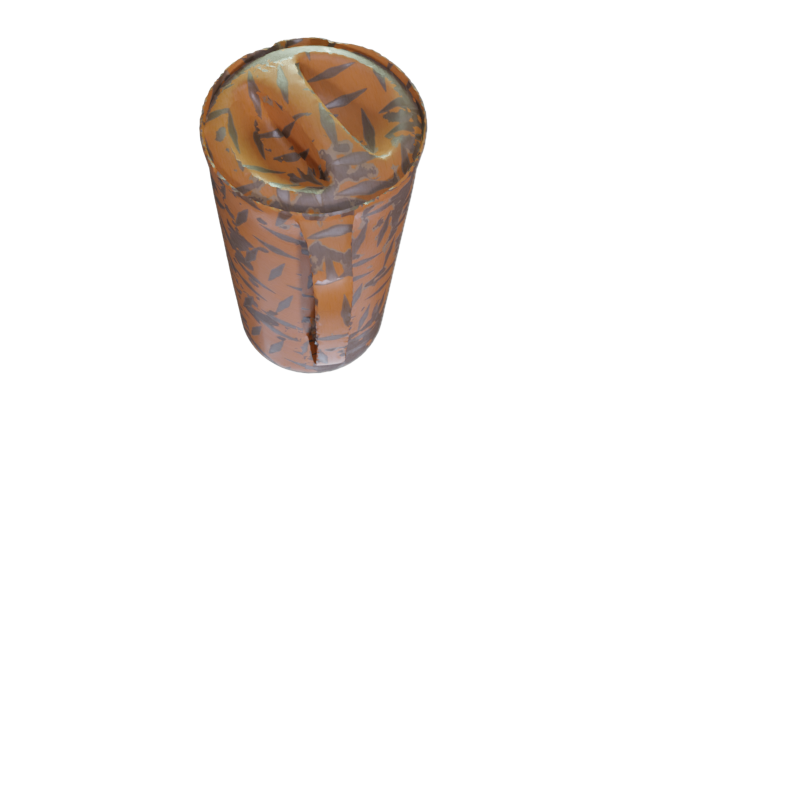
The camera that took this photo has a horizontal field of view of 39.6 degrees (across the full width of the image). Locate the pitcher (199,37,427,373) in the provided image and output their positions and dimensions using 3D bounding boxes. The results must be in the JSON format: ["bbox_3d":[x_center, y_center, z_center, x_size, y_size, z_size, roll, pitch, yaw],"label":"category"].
[{"bbox_3d":[-0.058,-0.105,0.737,0.151,0.152,0.229,34,-25,14],"label":"pitcher"}]
